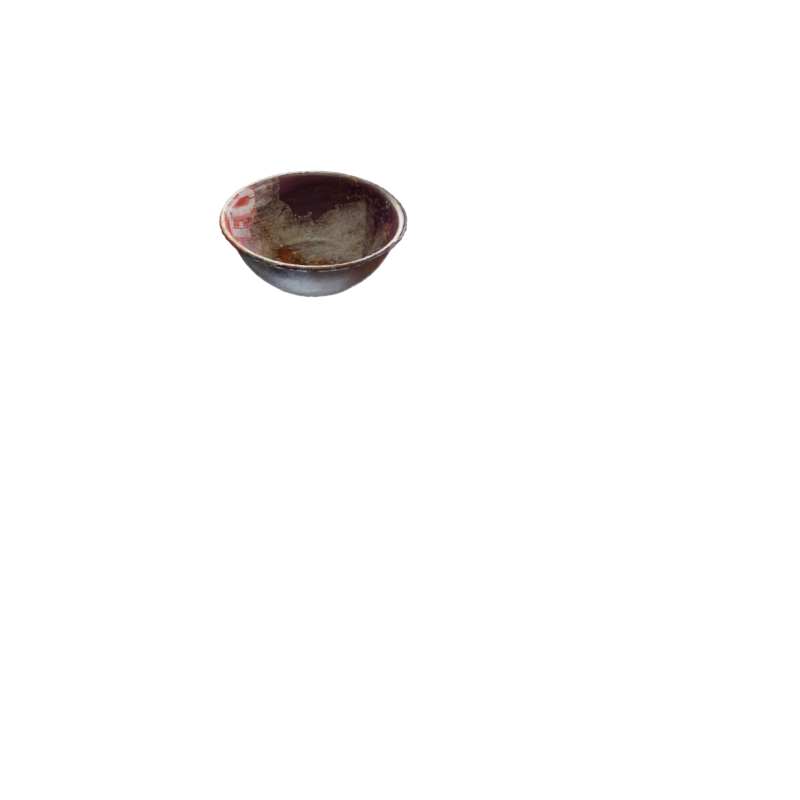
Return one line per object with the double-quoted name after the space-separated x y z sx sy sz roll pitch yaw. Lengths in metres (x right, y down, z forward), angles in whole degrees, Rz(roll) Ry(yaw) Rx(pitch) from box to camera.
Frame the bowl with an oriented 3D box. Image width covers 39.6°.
-0.076 -0.138 0.968 0.162 0.051 0.174 -1 38 -2 "bowl"
